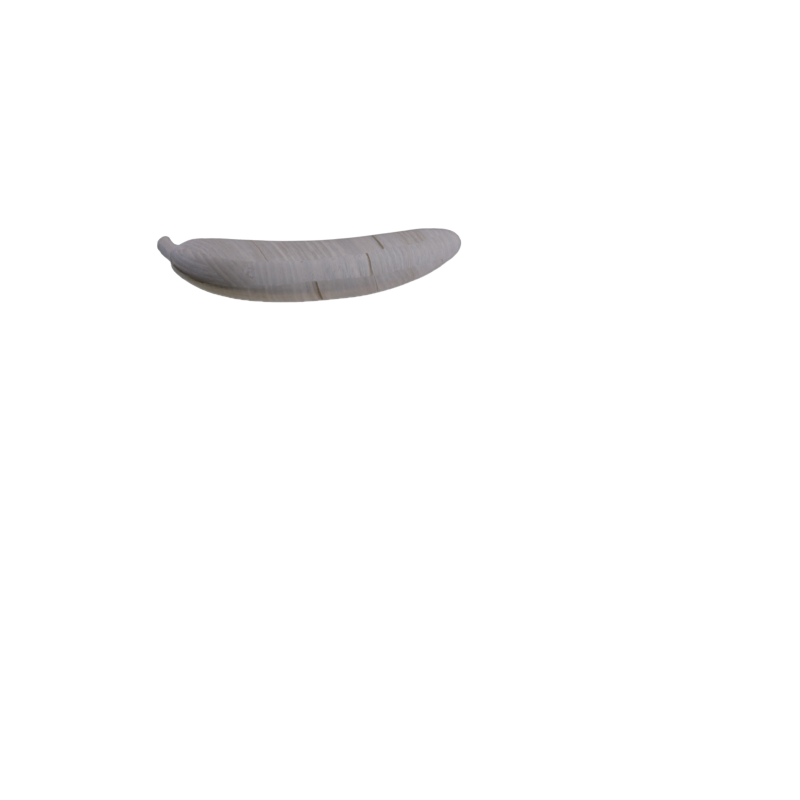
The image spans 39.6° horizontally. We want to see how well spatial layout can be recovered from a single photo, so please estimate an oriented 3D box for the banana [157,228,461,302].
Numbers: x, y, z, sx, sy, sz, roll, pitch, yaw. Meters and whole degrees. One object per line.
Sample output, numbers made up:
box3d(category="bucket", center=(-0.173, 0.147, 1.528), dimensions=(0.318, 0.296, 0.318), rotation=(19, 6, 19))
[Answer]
box3d(category="banana", center=(-0.059, -0.089, 0.694), dimensions=(0.198, 0.034, 0.074), rotation=(1, 39, 1))
